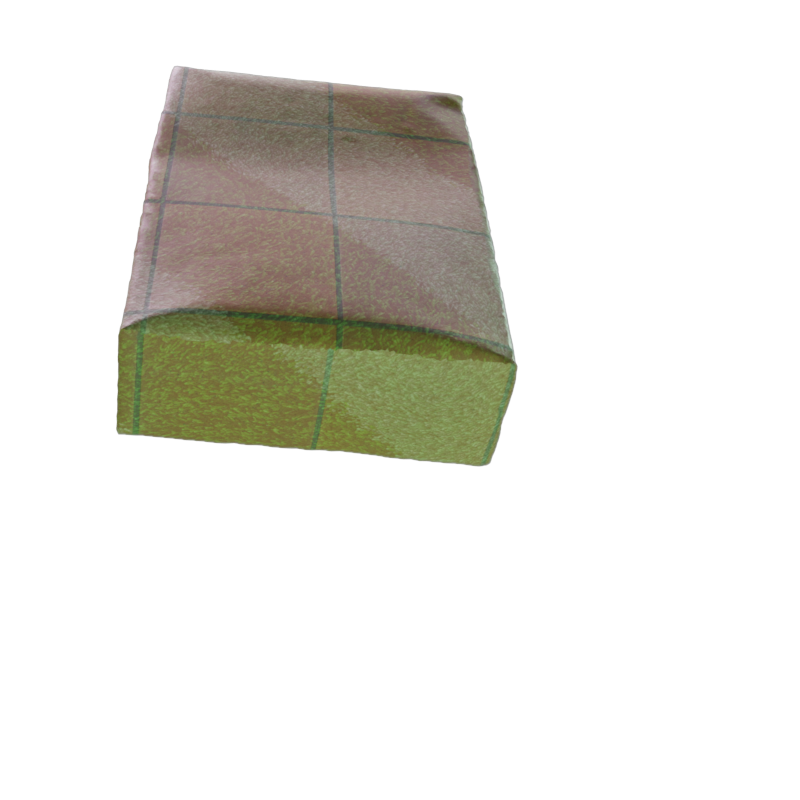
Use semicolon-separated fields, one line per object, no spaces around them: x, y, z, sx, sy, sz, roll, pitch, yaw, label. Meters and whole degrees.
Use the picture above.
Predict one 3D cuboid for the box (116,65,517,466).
-0.042;-0.077;0.536;0.163;0.067;0.229;4;43;-7;box
